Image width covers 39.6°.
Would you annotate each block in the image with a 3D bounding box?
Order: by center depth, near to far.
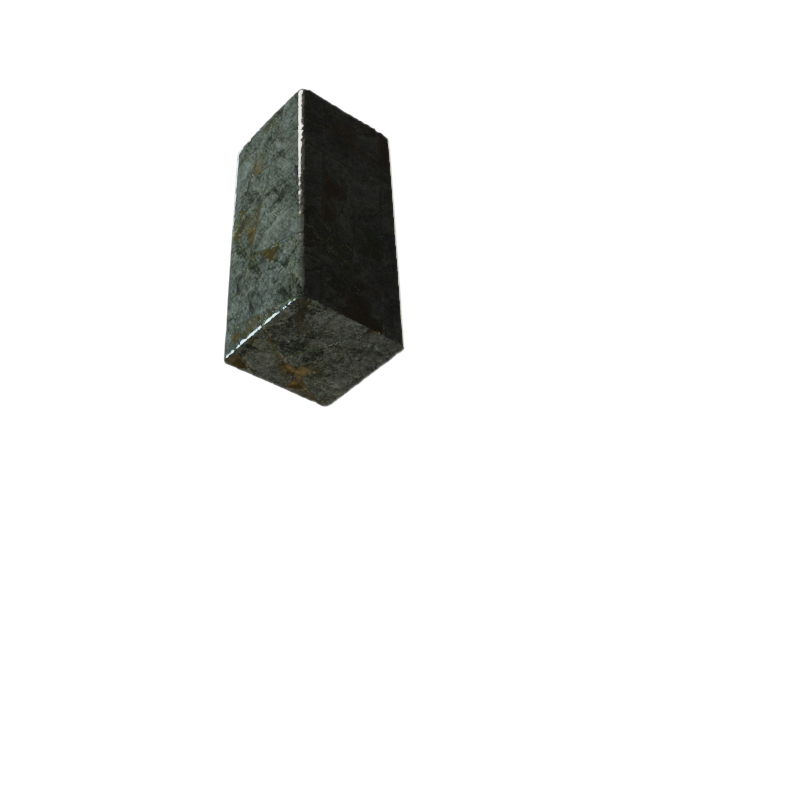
[{"bbox_3d":[-0.063,-0.116,0.806,0.086,0.221,0.089,26,-48,-31],"label":"block"}]
